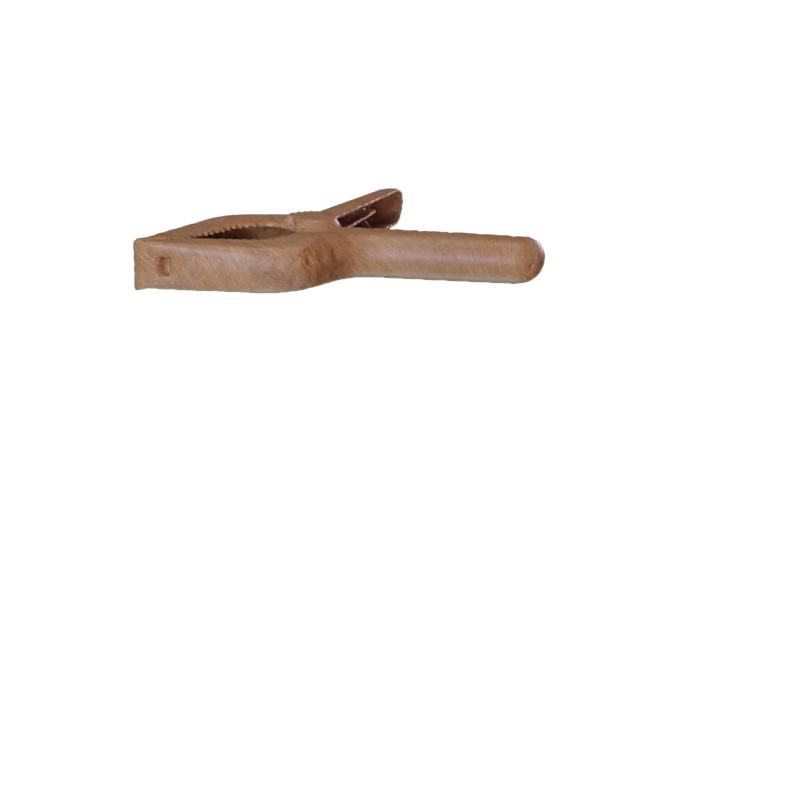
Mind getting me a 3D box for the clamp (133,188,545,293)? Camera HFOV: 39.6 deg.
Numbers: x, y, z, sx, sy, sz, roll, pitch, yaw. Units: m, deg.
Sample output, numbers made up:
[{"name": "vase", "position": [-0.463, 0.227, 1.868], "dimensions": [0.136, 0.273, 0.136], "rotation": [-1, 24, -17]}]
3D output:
[{"name": "clamp", "position": [-0.049, -0.089, 0.626], "dimensions": [0.206, 0.035, 0.174], "rotation": [-7, 22, -19]}]
